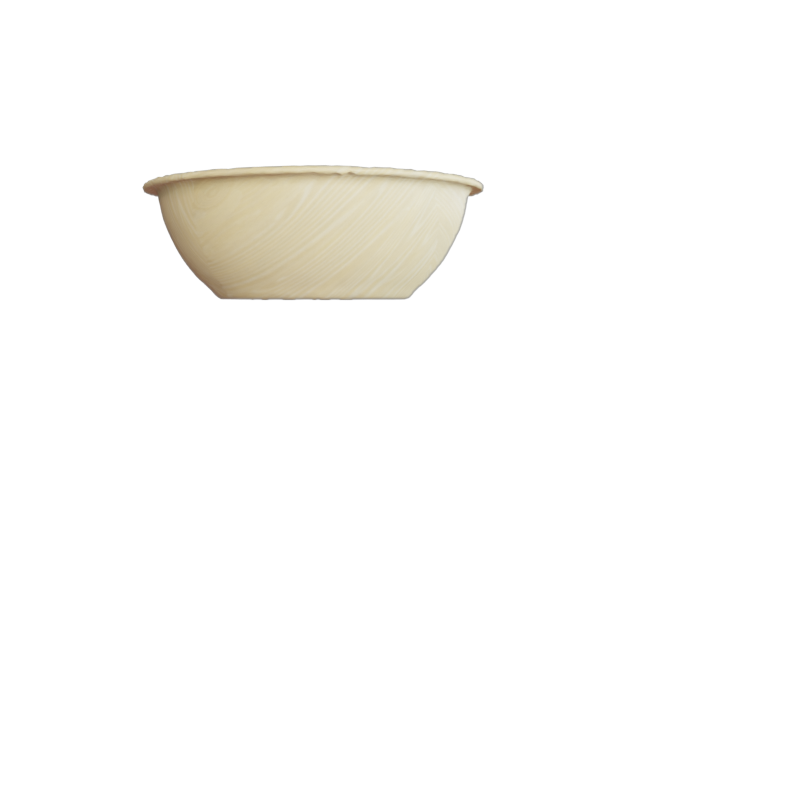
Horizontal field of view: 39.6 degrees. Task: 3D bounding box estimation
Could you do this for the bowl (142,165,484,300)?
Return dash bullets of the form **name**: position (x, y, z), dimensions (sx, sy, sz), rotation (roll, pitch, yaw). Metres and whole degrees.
- **bowl**: position (-0.041, -0.075, 0.529), dimensions (0.162, 0.055, 0.163), rotation (0, 5, -2)
